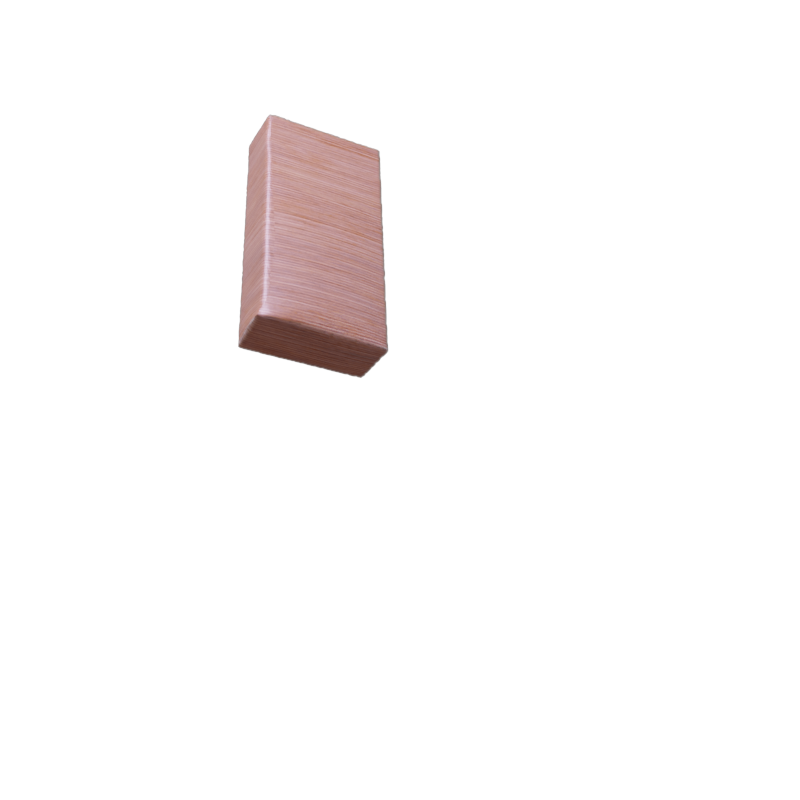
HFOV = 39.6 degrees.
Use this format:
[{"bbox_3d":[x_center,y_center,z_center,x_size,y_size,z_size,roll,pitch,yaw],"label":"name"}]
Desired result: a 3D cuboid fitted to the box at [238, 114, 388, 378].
[{"bbox_3d":[-0.060,-0.109,0.765,0.090,0.189,0.046,14,-40,-22],"label":"box"}]
